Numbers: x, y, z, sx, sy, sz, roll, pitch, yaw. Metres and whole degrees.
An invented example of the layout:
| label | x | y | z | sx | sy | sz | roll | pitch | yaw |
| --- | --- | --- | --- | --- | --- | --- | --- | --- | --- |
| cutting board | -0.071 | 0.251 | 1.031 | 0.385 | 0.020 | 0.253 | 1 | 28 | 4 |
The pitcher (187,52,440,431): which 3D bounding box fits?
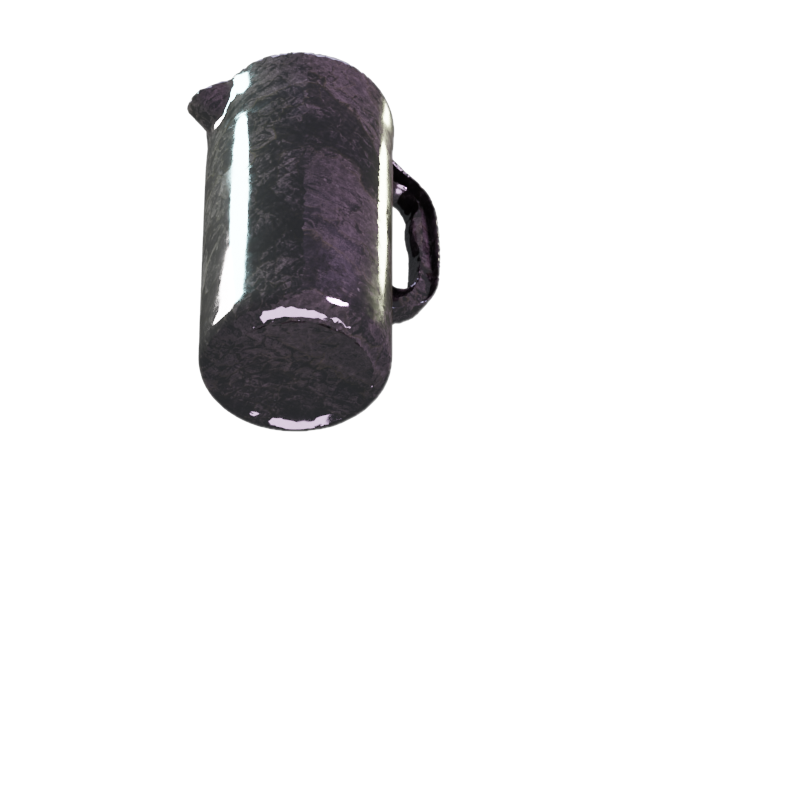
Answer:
| label | x | y | z | sx | sy | sz | roll | pitch | yaw |
| --- | --- | --- | --- | --- | --- | --- | --- | --- | --- |
| pitcher | -0.055 | -0.100 | 0.703 | 0.150 | 0.261 | 0.134 | -11 | -46 | 8 |
